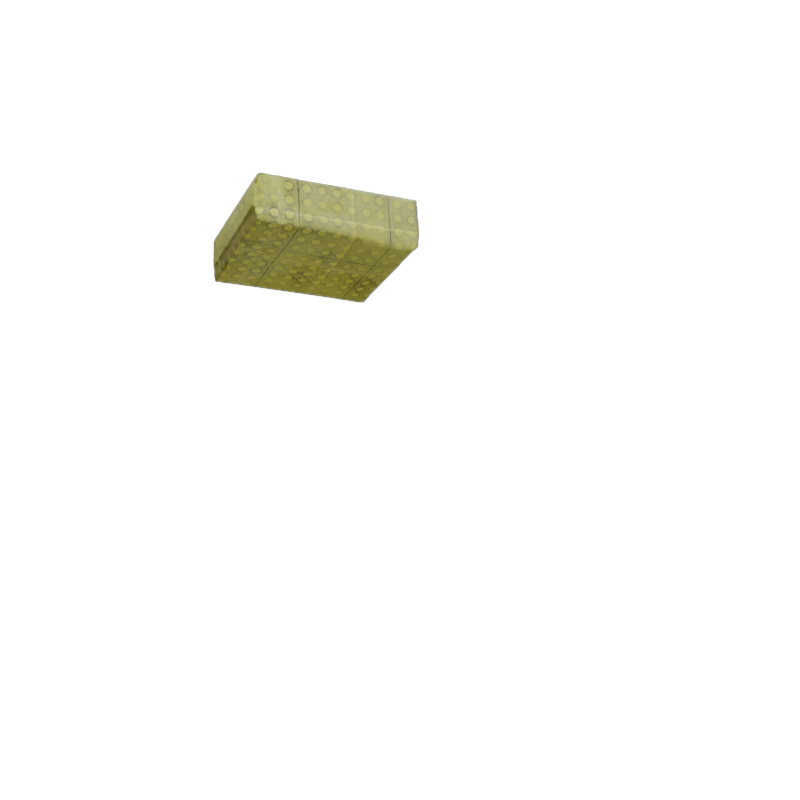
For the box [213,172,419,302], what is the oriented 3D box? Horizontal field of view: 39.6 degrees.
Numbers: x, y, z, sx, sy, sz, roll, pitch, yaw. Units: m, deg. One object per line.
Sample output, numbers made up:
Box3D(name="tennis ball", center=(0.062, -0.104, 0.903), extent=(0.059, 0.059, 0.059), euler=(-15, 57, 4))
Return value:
Box3D(name="box", center=(-0.057, -0.104, 0.725), extent=(0.110, 0.041, 0.088), euler=(9, -25, -22))
